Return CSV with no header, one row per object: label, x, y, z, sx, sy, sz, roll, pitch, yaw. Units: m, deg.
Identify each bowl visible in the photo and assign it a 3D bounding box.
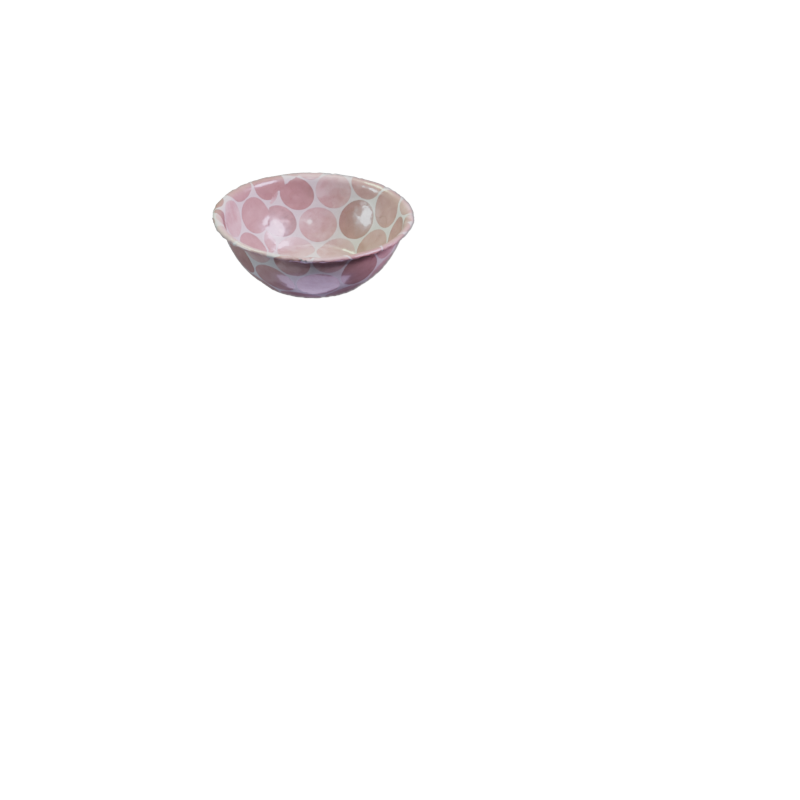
bowl,-0.070,-0.128,0.899,0.162,0.052,0.172,-1,33,-2
